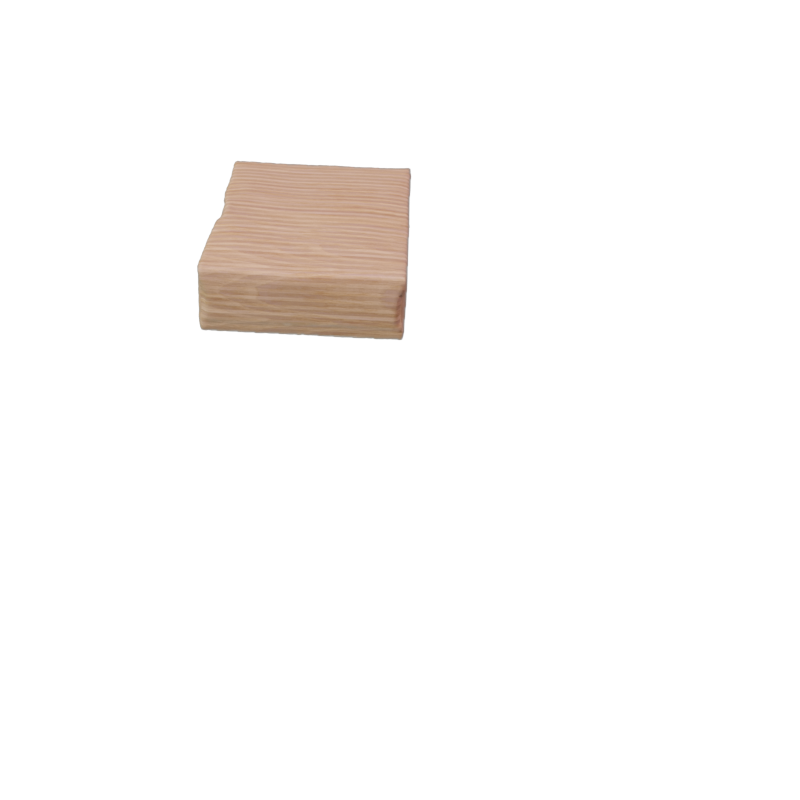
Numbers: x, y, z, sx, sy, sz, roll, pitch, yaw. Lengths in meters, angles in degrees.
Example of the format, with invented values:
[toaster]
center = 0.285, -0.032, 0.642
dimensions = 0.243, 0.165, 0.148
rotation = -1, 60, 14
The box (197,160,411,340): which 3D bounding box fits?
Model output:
[box]
center = -0.033, -0.060, 0.421
dimensions = 0.073, 0.028, 0.095
rotation = 2, 36, 3
